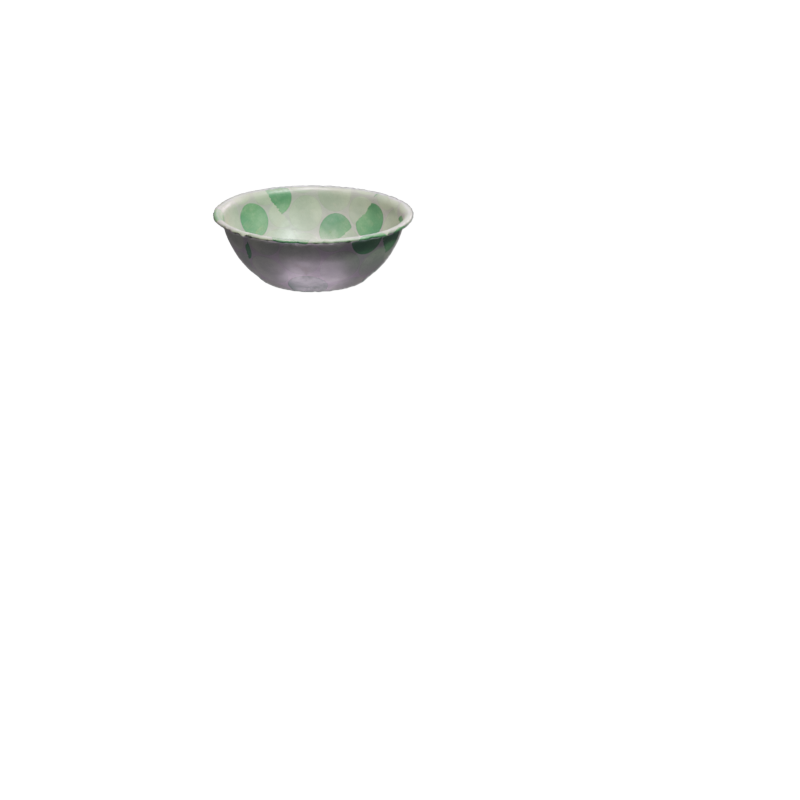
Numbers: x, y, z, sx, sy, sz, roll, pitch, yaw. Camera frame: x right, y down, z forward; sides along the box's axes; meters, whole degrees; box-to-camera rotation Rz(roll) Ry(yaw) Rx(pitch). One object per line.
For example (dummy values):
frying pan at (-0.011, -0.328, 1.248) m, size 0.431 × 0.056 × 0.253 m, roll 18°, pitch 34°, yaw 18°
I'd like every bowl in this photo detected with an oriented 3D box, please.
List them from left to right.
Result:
bowl at (-0.071, -0.129, 0.902) m, size 0.162 × 0.052 × 0.170 m, roll -1°, pitch 25°, yaw -2°
